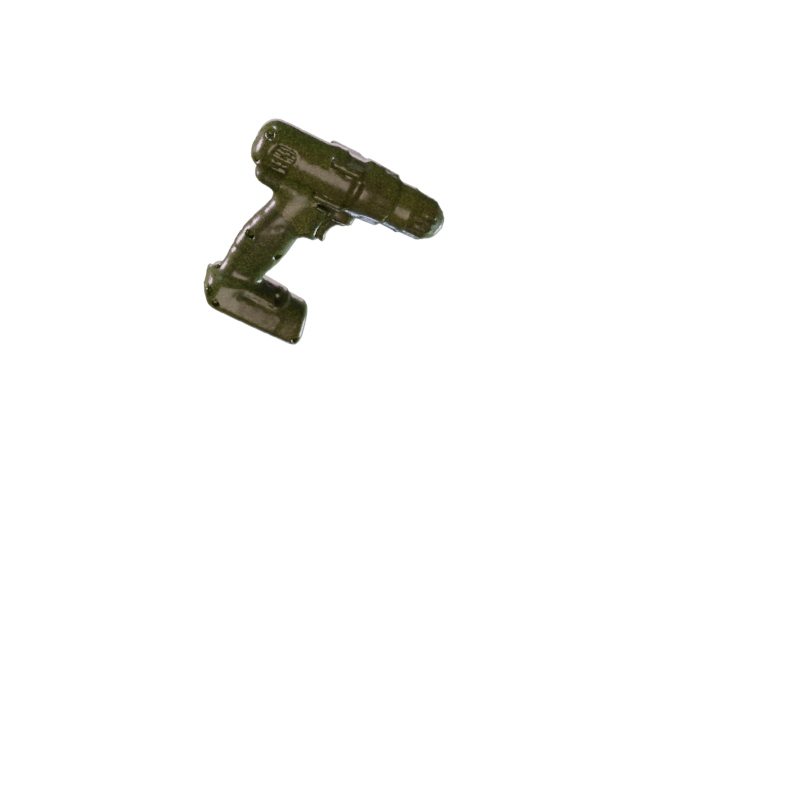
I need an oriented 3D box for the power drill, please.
[{"bbox_3d":[-0.078,-0.142,0.995,0.179,0.182,0.061,27,25,-14],"label":"power drill"}]
